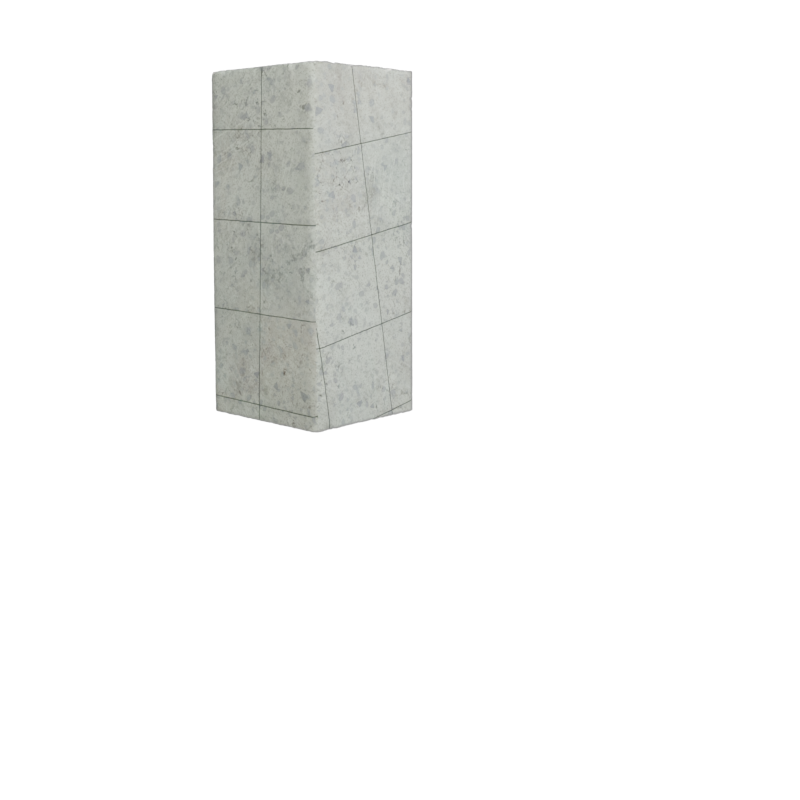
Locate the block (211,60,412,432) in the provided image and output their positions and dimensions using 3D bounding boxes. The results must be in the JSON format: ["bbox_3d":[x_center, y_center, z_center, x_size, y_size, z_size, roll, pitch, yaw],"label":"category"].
[{"bbox_3d":[-0.053,-0.096,0.672,0.095,0.204,0.087,5,6,42],"label":"block"}]
